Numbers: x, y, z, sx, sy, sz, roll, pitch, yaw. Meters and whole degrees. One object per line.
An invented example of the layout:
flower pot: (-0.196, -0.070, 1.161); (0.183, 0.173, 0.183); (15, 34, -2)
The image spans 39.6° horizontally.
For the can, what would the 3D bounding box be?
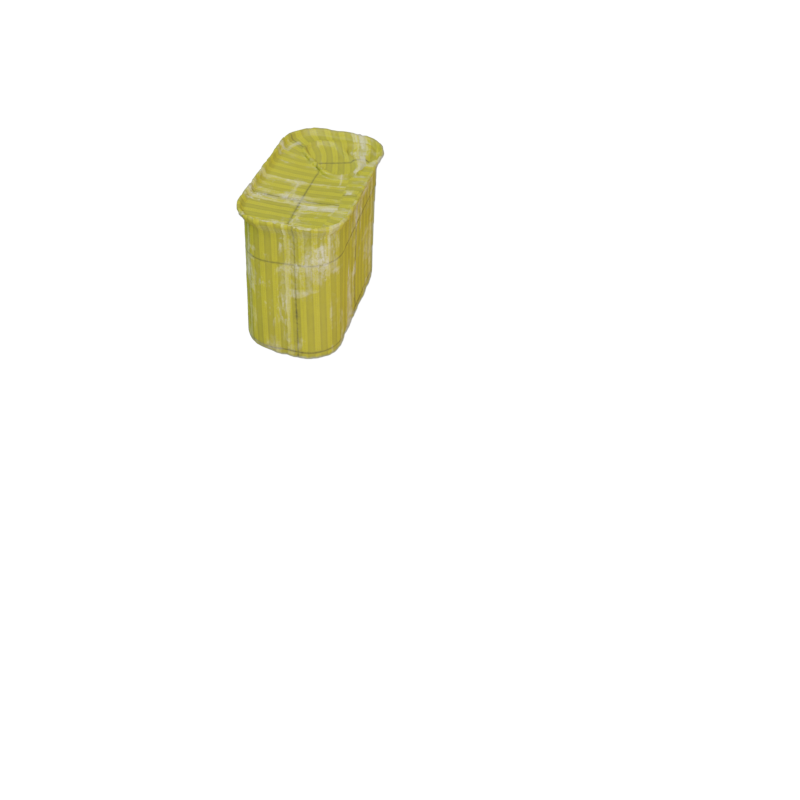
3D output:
can: (-0.046, -0.085, 0.593); (0.059, 0.078, 0.107); (10, 39, 10)
